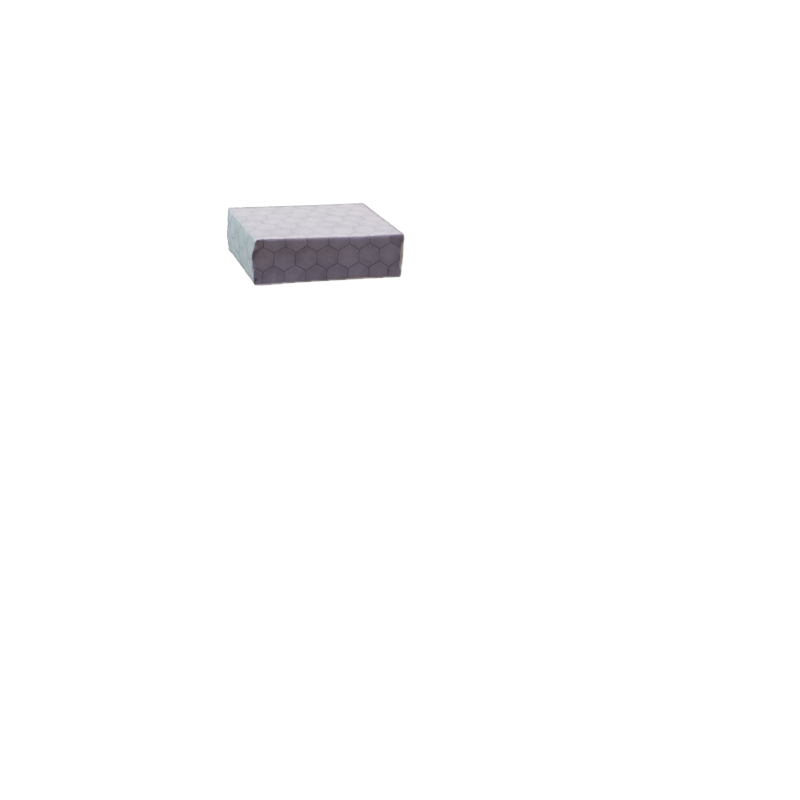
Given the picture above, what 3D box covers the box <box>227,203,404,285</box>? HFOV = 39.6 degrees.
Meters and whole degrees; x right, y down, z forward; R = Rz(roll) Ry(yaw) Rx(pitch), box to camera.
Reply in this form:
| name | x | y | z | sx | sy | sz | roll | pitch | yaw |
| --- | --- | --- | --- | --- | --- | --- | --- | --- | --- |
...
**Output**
| name | x | y | z | sx | sy | sz | roll | pitch | yaw |
| --- | --- | --- | --- | --- | --- | --- | --- | --- | --- |
| box | -0.064 | -0.117 | 0.819 | 0.111 | 0.037 | 0.095 | -7 | 23 | -17 |
